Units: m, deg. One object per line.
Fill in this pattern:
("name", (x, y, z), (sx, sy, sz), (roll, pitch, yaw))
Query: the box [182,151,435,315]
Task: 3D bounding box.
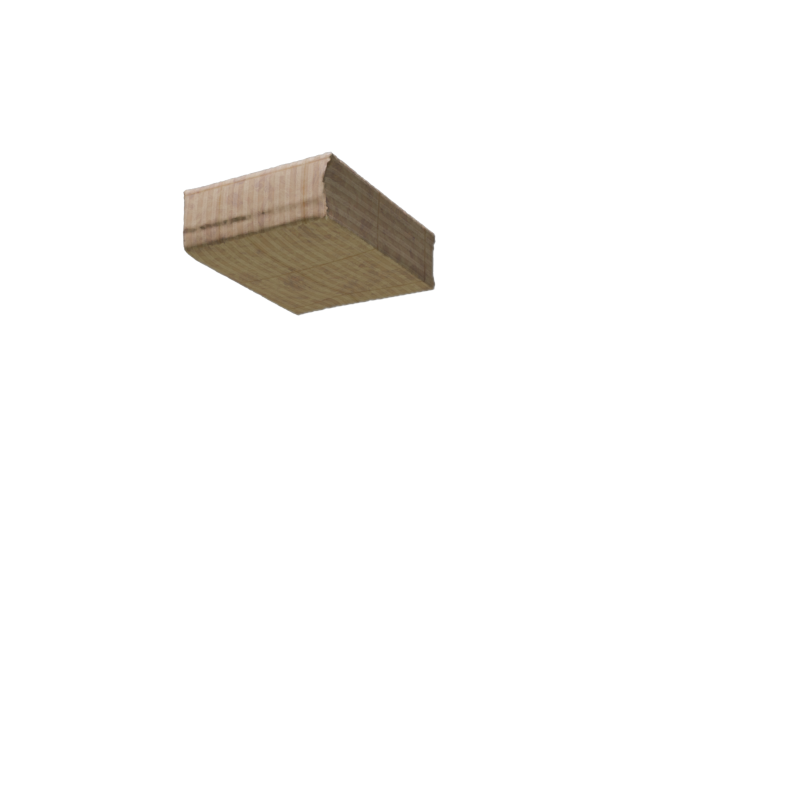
("box", (-0.045, -0.083, 0.578), (0.092, 0.041, 0.106), (-9, -18, 29))
